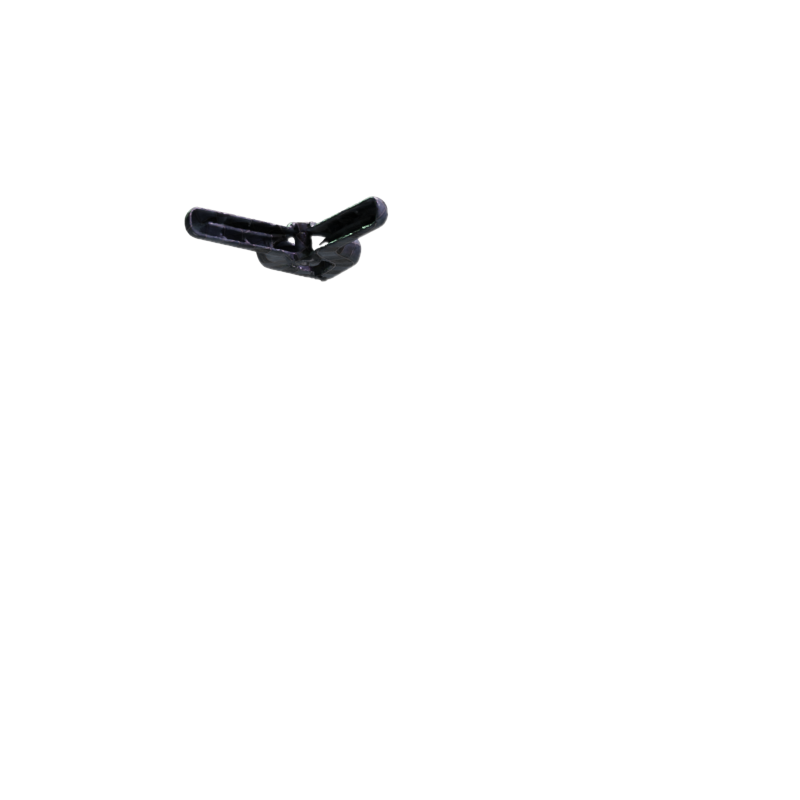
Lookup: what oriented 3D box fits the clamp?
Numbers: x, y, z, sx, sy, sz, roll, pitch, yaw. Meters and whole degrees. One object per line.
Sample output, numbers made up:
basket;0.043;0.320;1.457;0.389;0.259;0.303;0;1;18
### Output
clamp;-0.076;-0.138;0.968;0.167;0.037;0.201;-2;-6;13
